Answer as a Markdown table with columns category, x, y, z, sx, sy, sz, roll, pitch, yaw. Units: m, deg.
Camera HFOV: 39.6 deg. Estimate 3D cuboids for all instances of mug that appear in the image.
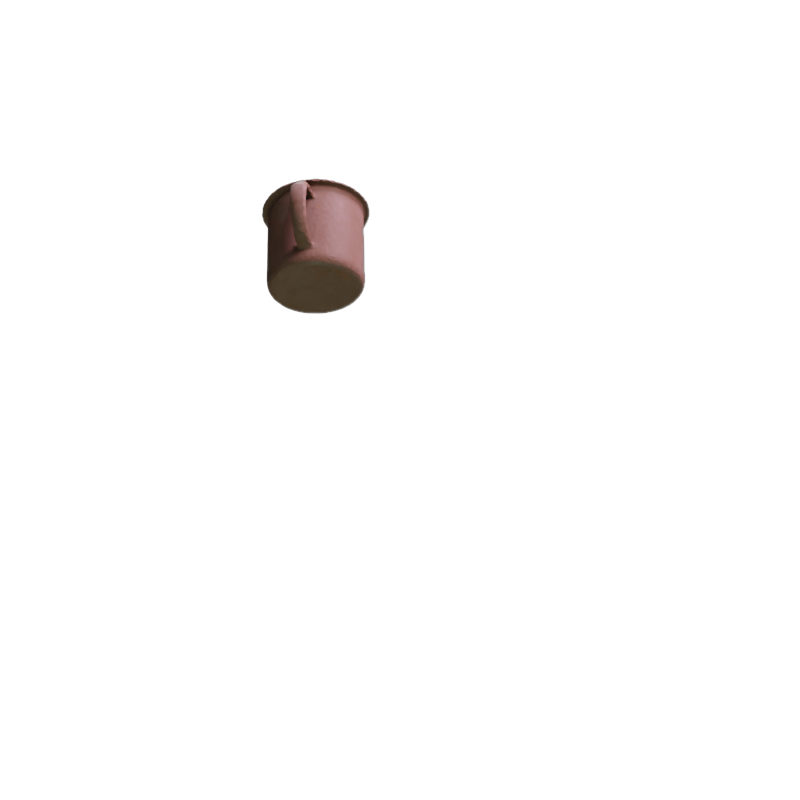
| category | x | y | z | sx | sy | sz | roll | pitch | yaw |
| --- | --- | --- | --- | --- | --- | --- | --- | --- | --- |
| mug | -0.073 | -0.132 | 0.927 | 0.094 | 0.087 | 0.109 | -5 | -33 | 6 |
